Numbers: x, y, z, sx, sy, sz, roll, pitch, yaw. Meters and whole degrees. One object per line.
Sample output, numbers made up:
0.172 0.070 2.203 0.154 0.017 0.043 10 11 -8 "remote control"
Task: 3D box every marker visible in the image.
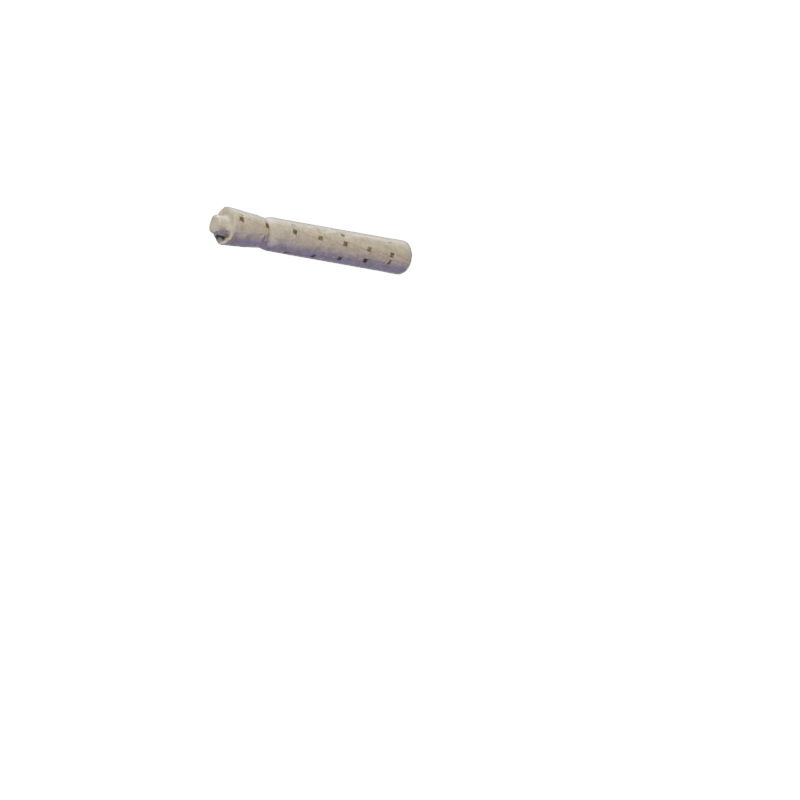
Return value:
-0.044 -0.081 0.566 0.115 0.020 0.021 4 0 -39 "marker"
